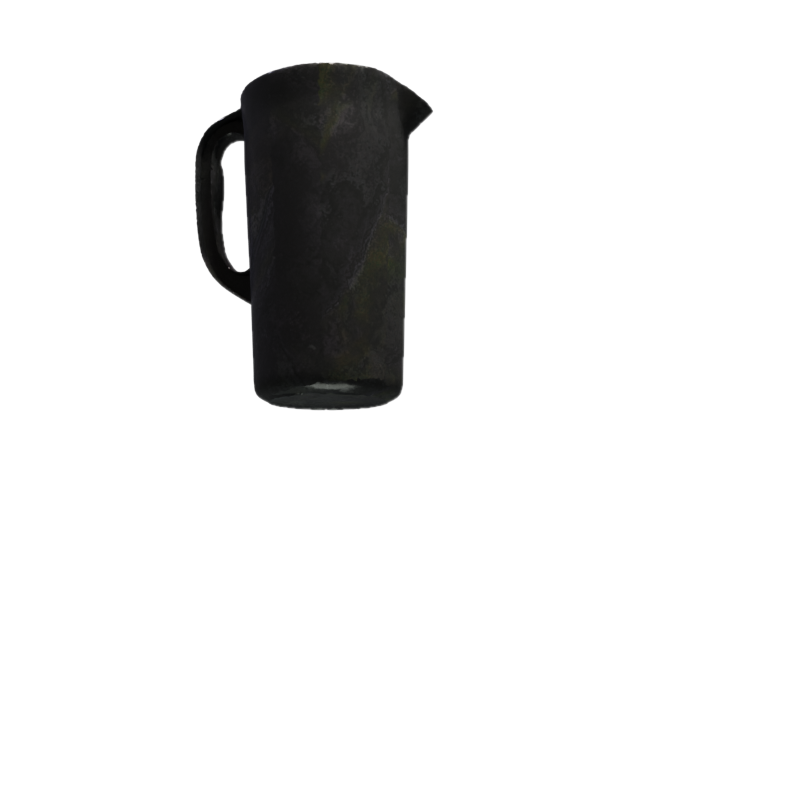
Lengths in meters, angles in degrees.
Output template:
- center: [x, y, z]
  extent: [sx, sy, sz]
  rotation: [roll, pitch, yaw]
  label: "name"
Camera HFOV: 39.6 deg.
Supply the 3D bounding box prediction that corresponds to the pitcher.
- center: [-0.065, -0.119, 0.834]
  extent: [0.139, 0.252, 0.150]
  rotation: [7, -16, -30]
  label: "pitcher"
